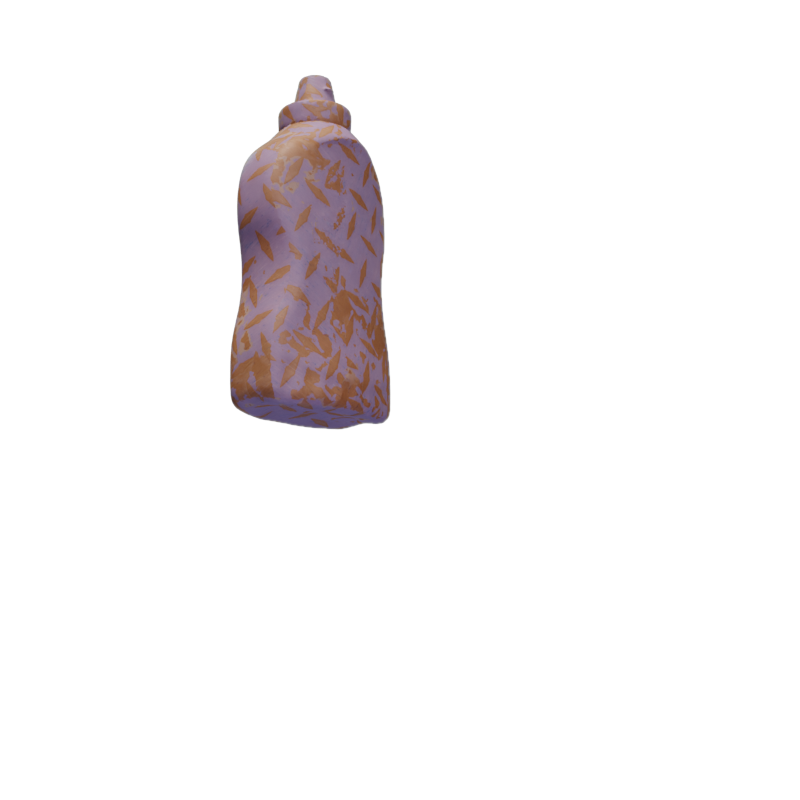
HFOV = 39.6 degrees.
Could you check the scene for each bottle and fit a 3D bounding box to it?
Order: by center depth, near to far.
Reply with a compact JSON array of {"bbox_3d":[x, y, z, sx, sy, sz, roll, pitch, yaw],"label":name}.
[{"bbox_3d":[-0.046,-0.086,0.598,0.059,0.200,0.090,-16,-22,39],"label":"bottle"}]
